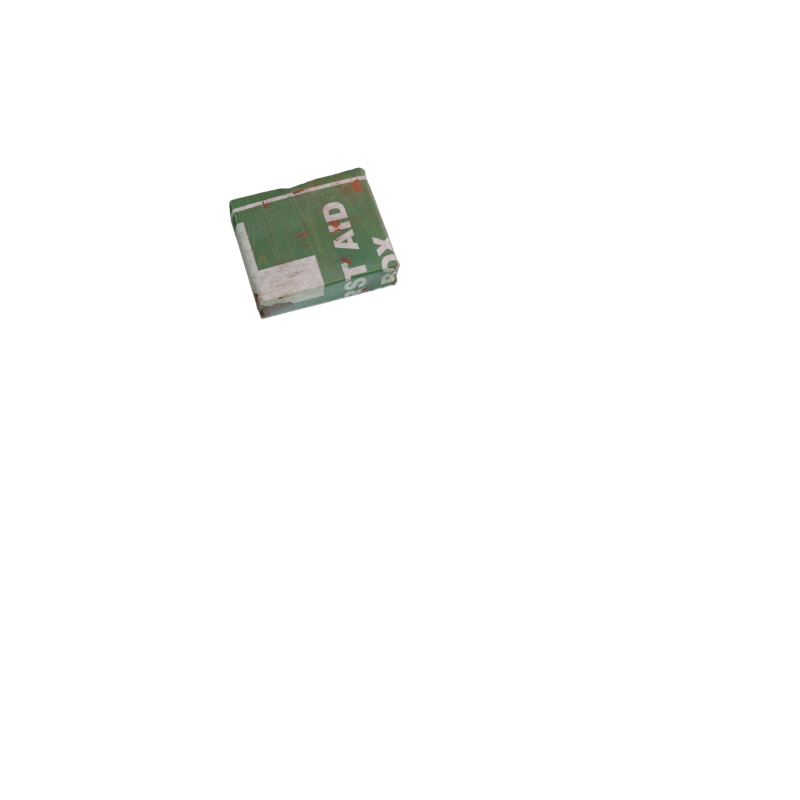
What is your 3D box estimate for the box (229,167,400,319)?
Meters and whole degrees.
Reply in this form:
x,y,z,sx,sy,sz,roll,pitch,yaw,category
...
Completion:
x,y,z,sx,sy,sz,roll,pitch,yaw,category
-0.053,-0.097,0.679,0.089,0.078,0.028,-15,-26,-8,box
